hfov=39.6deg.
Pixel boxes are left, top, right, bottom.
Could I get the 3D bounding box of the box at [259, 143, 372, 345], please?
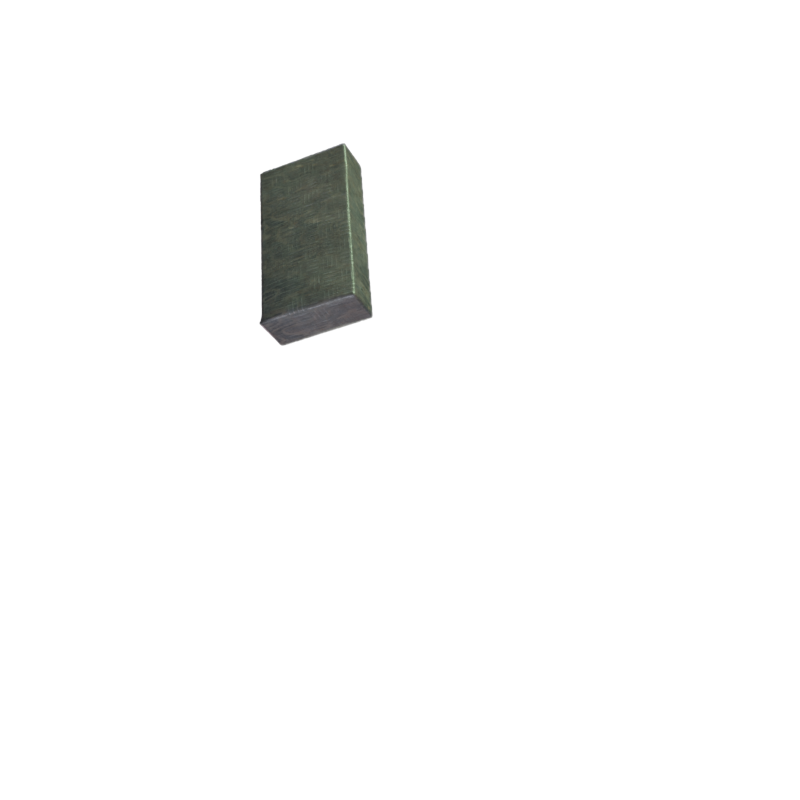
[{"bbox_3d":[-0.078,-0.143,1.000,0.094,0.189,0.044,-17,-39,18],"label":"box"}]
